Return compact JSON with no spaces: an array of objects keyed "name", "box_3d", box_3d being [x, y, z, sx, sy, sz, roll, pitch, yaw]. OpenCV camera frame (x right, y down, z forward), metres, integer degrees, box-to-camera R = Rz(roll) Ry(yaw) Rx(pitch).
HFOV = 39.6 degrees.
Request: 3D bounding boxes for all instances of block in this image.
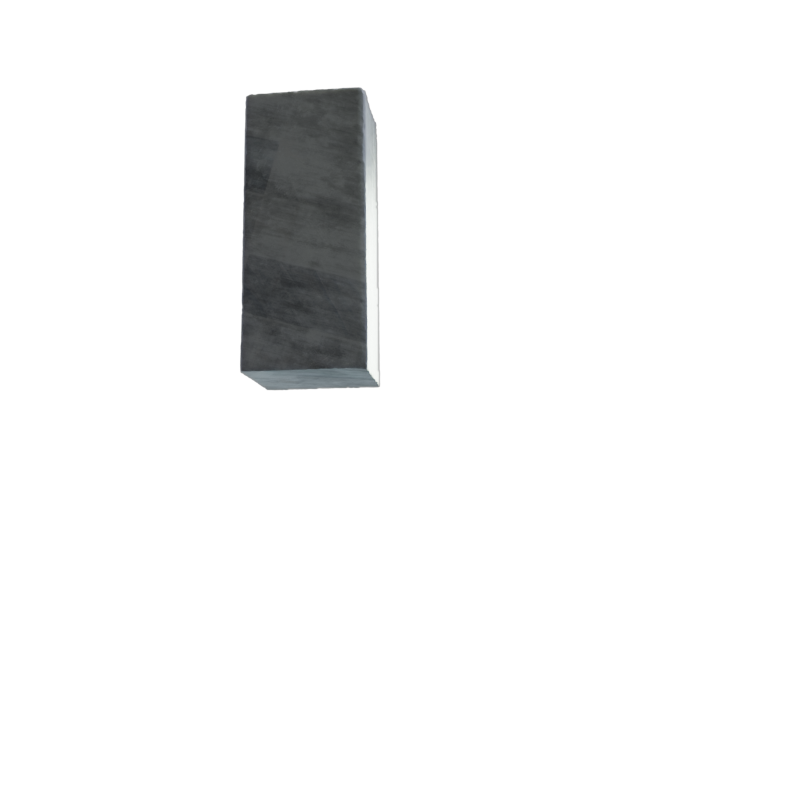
[{"name":"block","box_3d":[-0.064,-0.118,0.822,0.091,0.214,0.087,-3,-14,7]}]
